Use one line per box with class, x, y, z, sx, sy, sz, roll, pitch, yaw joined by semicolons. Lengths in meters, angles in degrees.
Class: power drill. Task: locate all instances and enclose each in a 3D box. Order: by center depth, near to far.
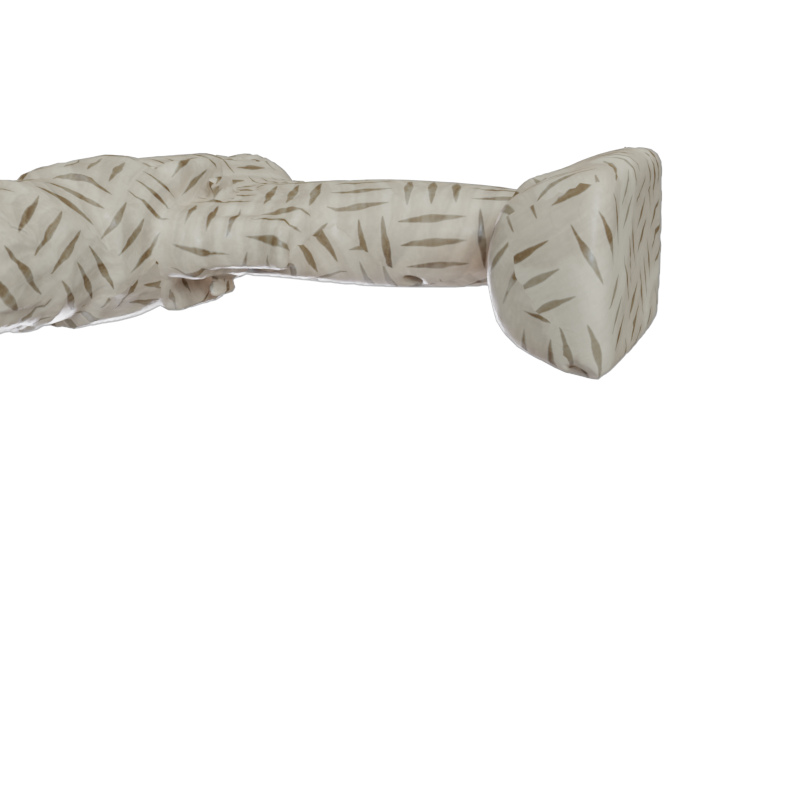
power drill;-0.026;-0.047;0.330;0.194;0.056;0.184;7;18;23
